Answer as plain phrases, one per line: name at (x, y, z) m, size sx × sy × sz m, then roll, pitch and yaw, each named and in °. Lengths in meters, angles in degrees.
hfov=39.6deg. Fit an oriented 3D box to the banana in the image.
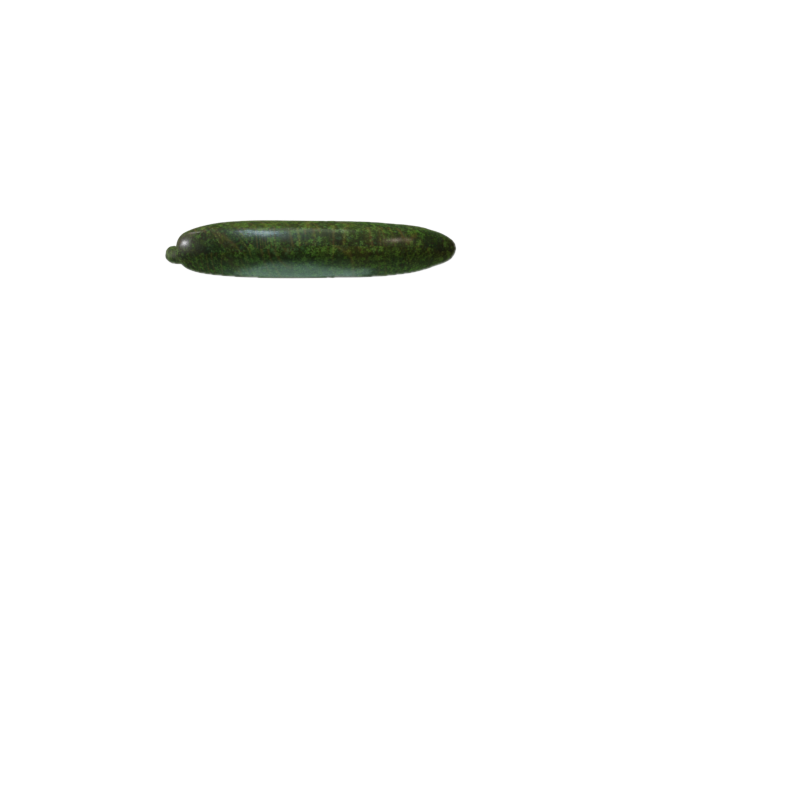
banana at (-0.062, -0.100, 0.724) m, size 0.199 × 0.036 × 0.071 m, roll 1°, pitch 15°, yaw 4°
